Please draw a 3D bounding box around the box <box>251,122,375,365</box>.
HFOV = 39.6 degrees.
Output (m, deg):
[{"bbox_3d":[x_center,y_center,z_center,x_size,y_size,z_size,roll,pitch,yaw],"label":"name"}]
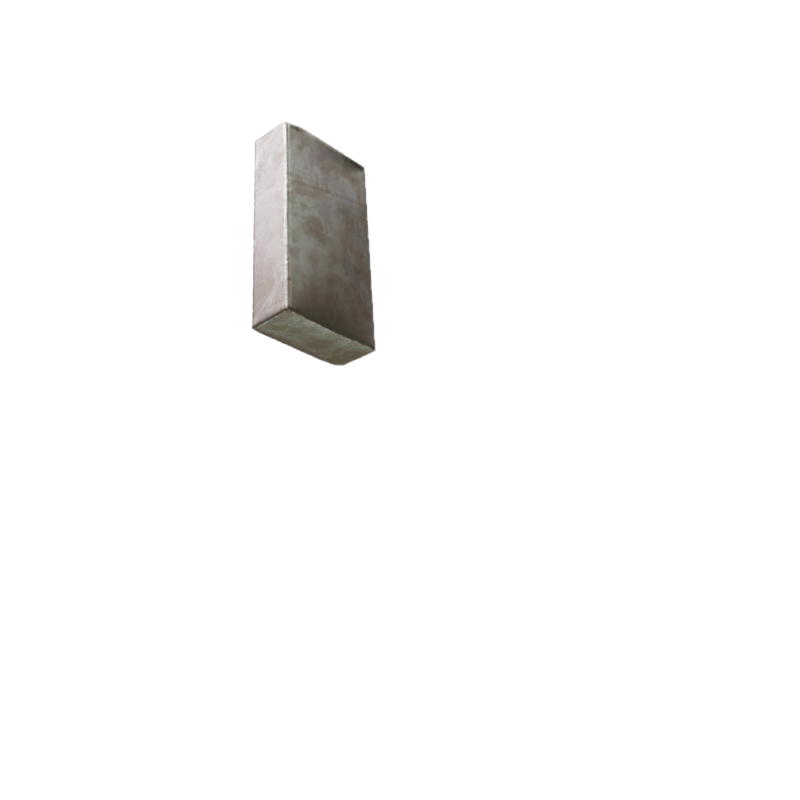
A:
[{"bbox_3d":[-0.067,-0.122,0.853,0.048,0.188,0.087,-28,-39,36],"label":"box"}]
